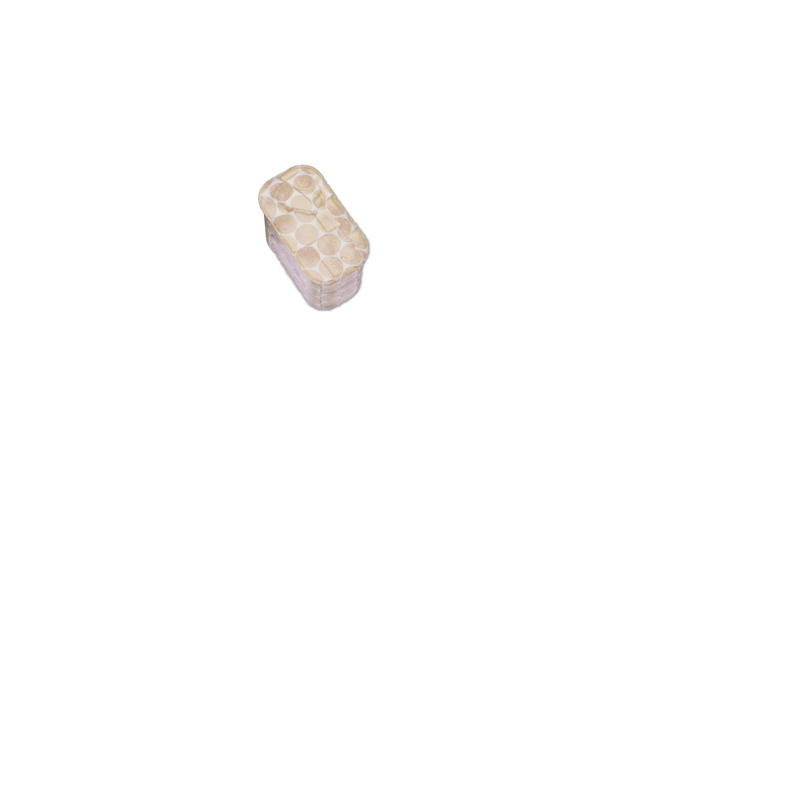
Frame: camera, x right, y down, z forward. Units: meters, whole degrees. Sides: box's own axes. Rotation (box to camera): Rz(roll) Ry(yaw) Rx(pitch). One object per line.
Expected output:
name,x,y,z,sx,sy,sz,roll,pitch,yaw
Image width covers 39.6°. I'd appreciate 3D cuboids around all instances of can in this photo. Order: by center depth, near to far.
can,-0.072,-0.130,0.913,0.057,0.106,0.080,-31,-14,-11
